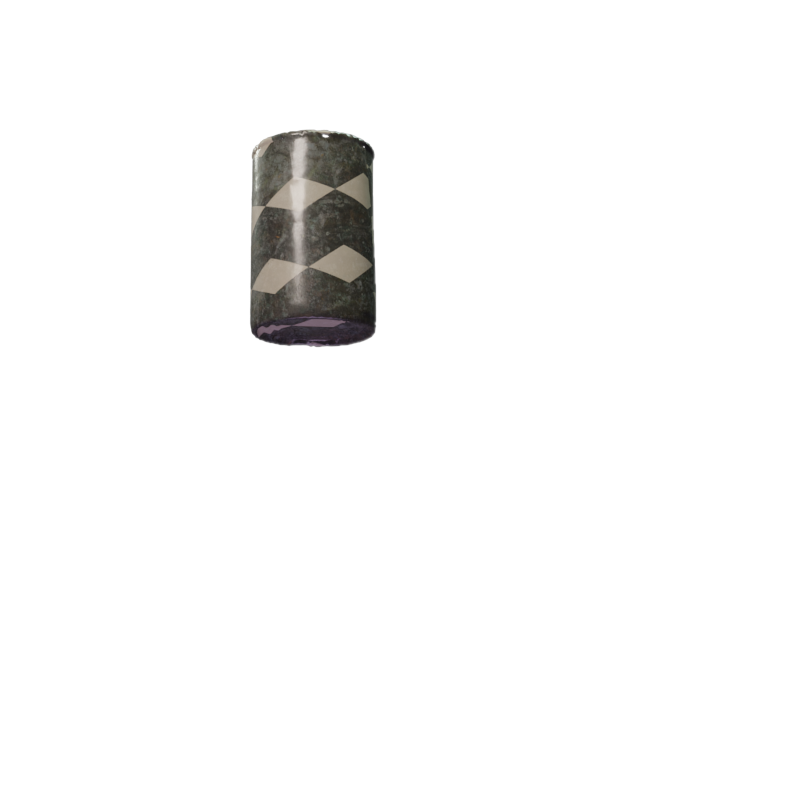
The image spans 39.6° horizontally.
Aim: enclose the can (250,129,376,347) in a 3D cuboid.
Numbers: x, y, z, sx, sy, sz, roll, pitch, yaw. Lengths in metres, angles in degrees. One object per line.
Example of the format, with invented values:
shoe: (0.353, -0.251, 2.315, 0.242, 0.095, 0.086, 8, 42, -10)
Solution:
can: (-0.047, -0.085, 0.596, 0.068, 0.106, 0.066, 0, -16, -2)
